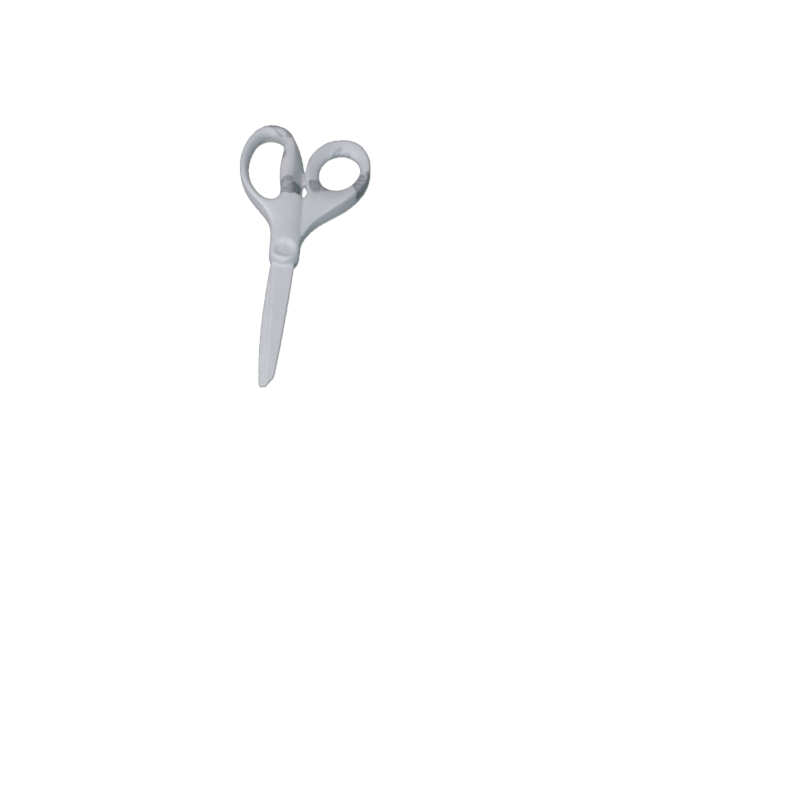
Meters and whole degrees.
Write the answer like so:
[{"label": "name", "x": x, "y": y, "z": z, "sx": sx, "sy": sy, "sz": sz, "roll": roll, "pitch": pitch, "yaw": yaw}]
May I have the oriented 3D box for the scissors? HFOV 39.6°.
[{"label": "scissors", "x": -0.055, "y": -0.100, "z": 0.702, "sx": 0.095, "sy": 0.217, "sz": 0.015, "roll": -9, "pitch": -35, "yaw": -6}]
